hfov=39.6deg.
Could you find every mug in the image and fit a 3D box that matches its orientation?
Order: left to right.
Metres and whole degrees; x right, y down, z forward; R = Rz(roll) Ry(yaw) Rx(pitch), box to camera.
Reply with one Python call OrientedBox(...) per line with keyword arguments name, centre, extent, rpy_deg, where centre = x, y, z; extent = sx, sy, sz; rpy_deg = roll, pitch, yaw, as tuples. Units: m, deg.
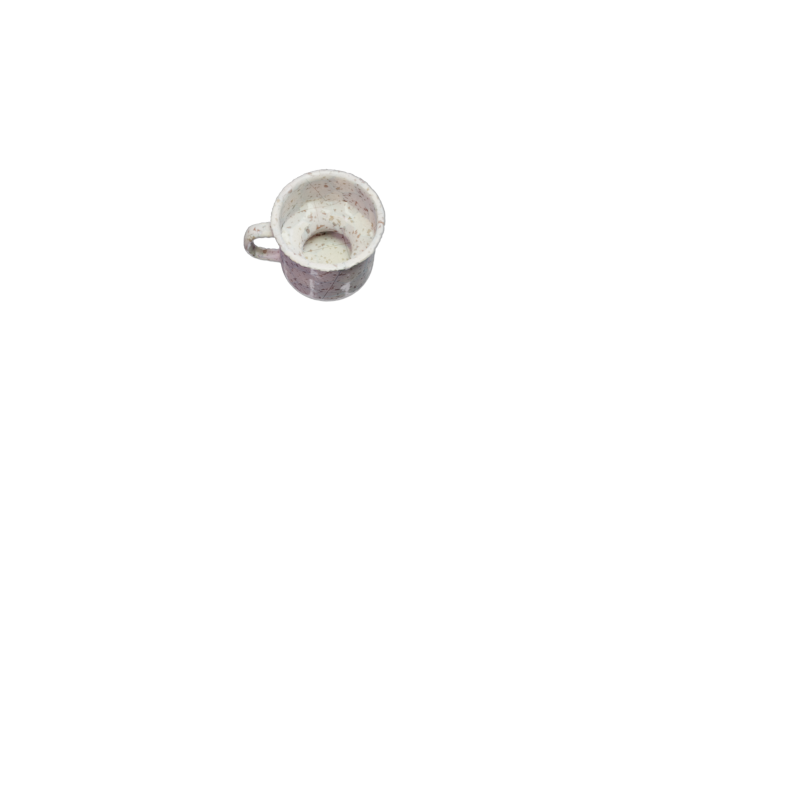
OrientedBox(name="mug", centre=(-0.073, -0.133, 0.932), extent=(0.117, 0.099, 0.077), rpy_deg=(-5, -23, -4))
